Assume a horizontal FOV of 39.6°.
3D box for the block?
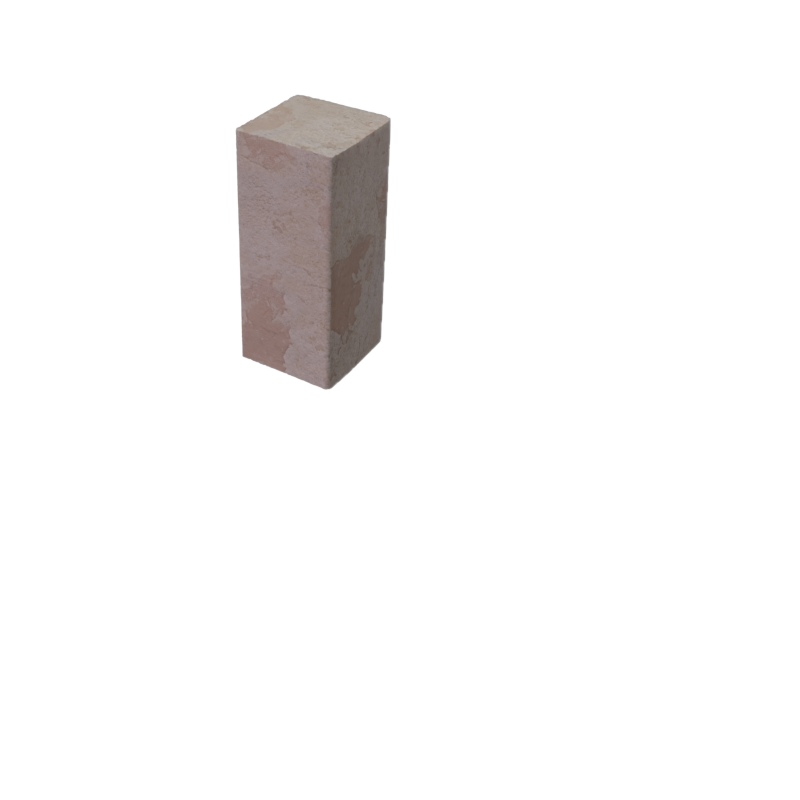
[{"bbox_3d":[-0.069,-0.127,0.890,0.095,0.194,0.091,19,36,25],"label":"block"}]
